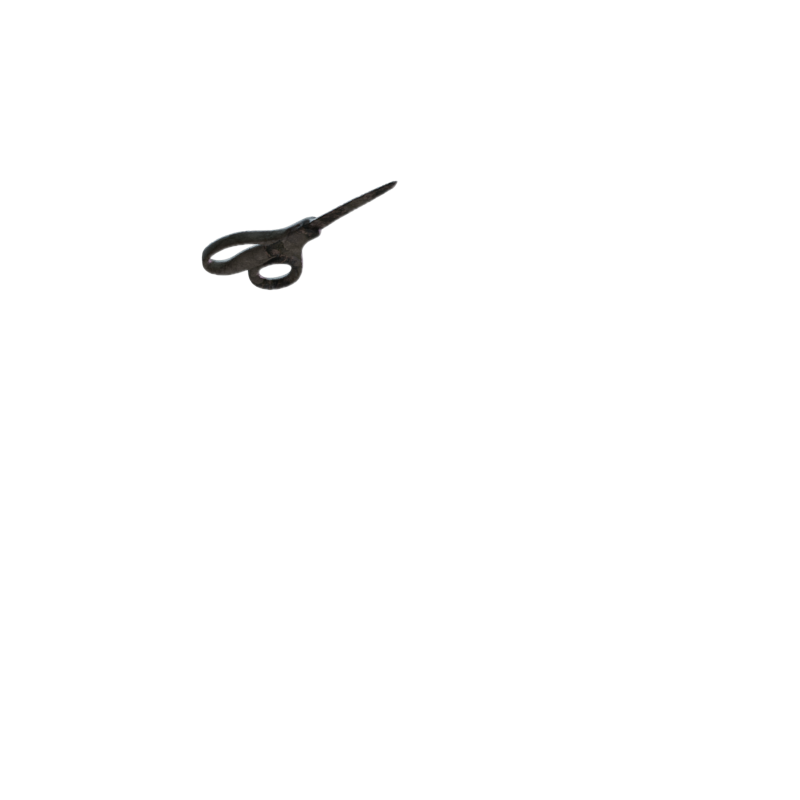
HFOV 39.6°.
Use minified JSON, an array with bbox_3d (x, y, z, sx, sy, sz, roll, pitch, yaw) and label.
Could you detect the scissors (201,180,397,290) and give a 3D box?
[{"bbox_3d":[-0.073,-0.133,0.931,0.205,0.017,0.089,-12,-27,25],"label":"scissors"}]
